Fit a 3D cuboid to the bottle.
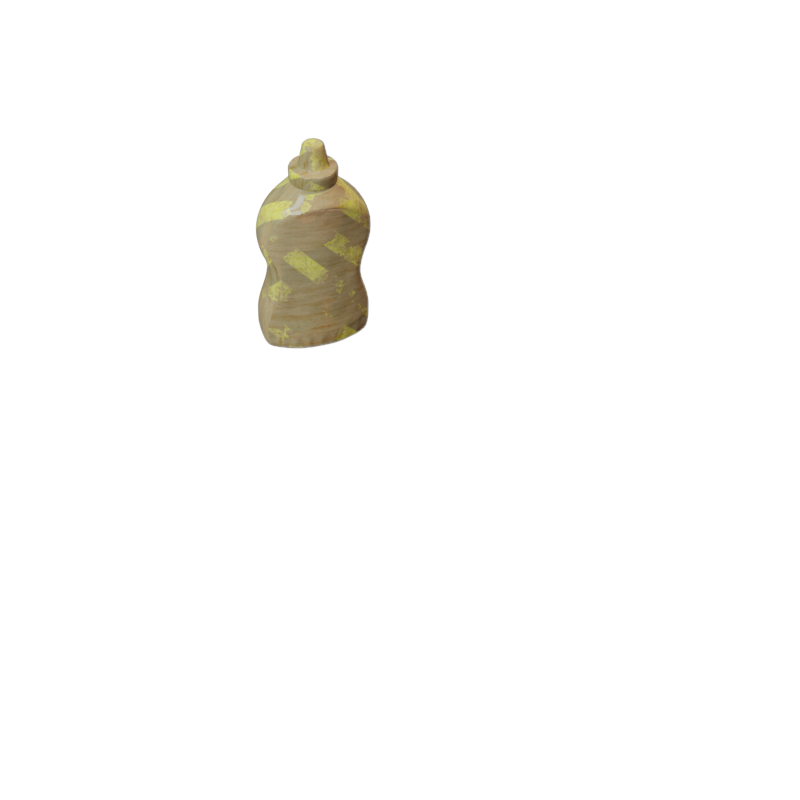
[{"bbox_3d":[-0.073,-0.134,0.937,0.095,0.179,0.063,-9,40,-14],"label":"bottle"}]
